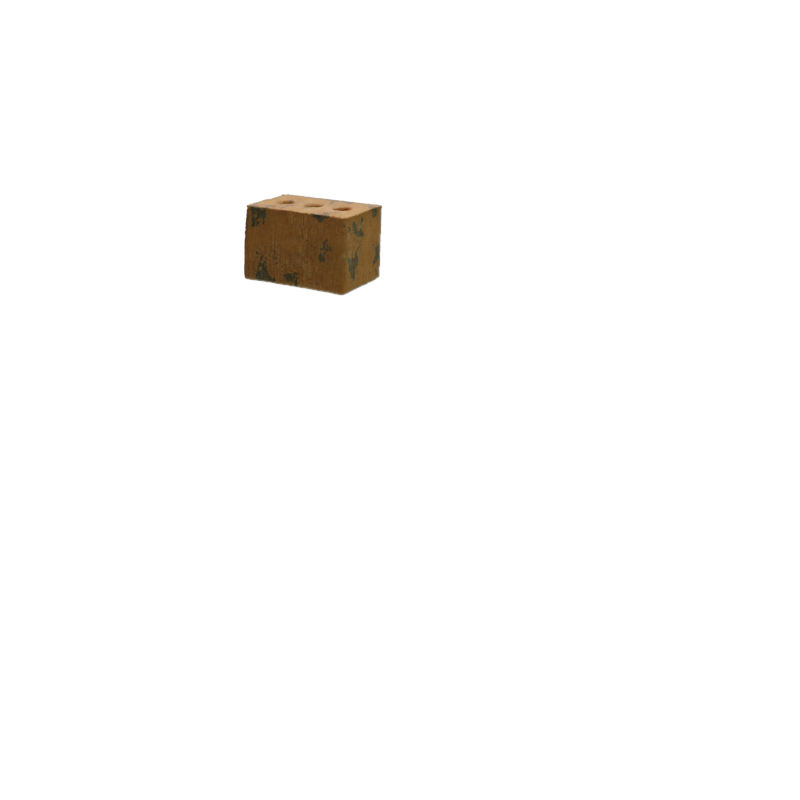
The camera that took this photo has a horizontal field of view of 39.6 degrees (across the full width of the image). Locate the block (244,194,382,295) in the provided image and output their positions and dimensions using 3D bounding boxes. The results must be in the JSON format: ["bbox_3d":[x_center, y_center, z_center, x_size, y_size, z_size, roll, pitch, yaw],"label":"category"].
[{"bbox_3d":[-0.058,-0.105,0.735,0.081,0.049,0.052,11,20,27],"label":"block"}]
